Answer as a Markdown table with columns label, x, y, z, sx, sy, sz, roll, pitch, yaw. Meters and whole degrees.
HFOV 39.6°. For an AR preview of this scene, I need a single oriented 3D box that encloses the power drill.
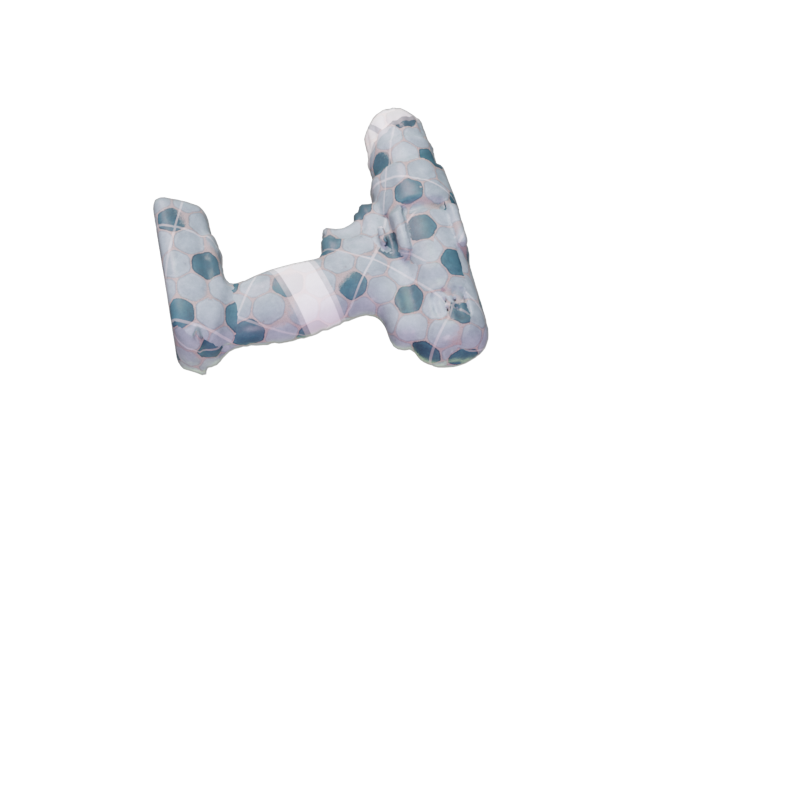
| label | x | y | z | sx | sy | sz | roll | pitch | yaw |
| --- | --- | --- | --- | --- | --- | --- | --- | --- | --- |
| power drill | -0.053 | -0.097 | 0.678 | 0.186 | 0.198 | 0.054 | -10 | -32 | -7 |
